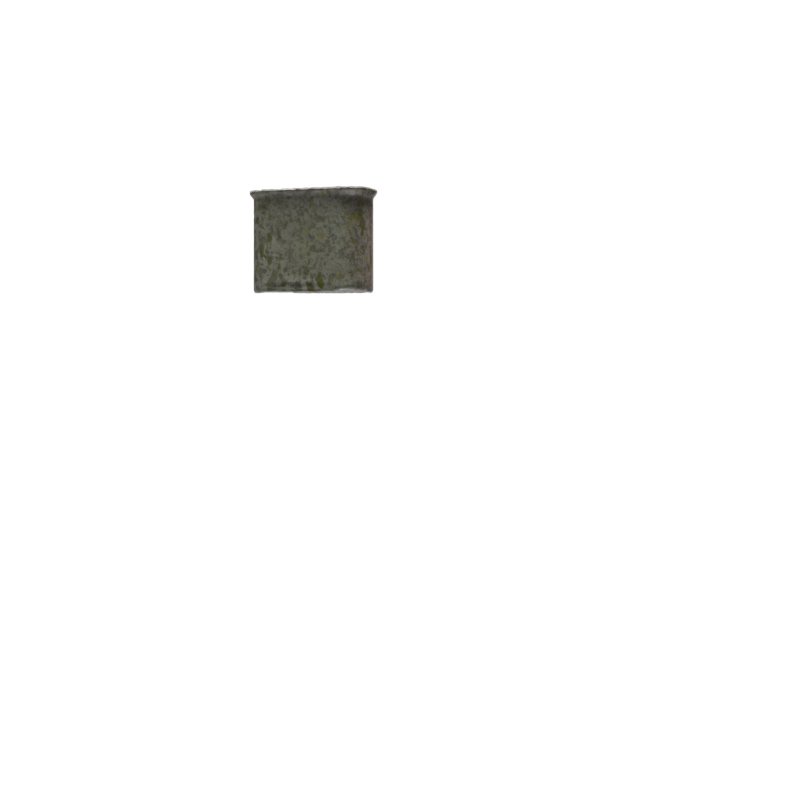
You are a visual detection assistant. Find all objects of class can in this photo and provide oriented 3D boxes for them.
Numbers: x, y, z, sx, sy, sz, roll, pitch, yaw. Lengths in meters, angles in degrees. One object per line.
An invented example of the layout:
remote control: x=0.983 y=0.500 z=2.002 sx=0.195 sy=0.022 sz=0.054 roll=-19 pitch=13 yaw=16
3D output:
can: x=-0.071 y=-0.129 z=0.903 sx=0.104 sy=0.084 sz=0.056 roll=1 pitch=0 yaw=19
